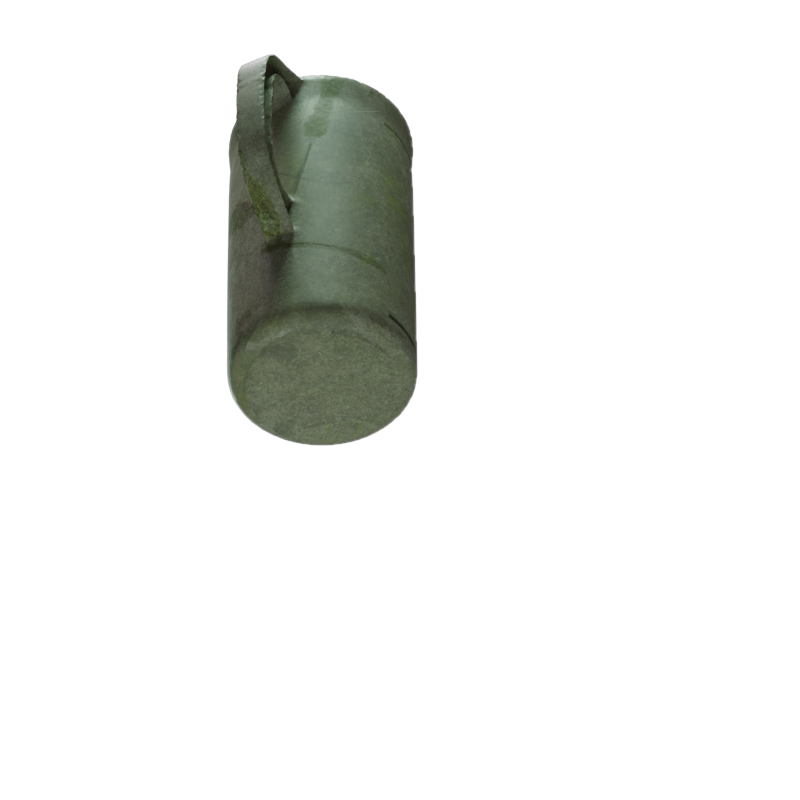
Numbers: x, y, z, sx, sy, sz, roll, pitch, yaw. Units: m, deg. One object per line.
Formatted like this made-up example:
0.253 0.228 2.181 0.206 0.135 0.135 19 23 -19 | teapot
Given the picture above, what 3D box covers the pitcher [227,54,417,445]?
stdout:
-0.055 -0.101 0.707 0.145 0.139 0.261 15 40 -17 | pitcher
